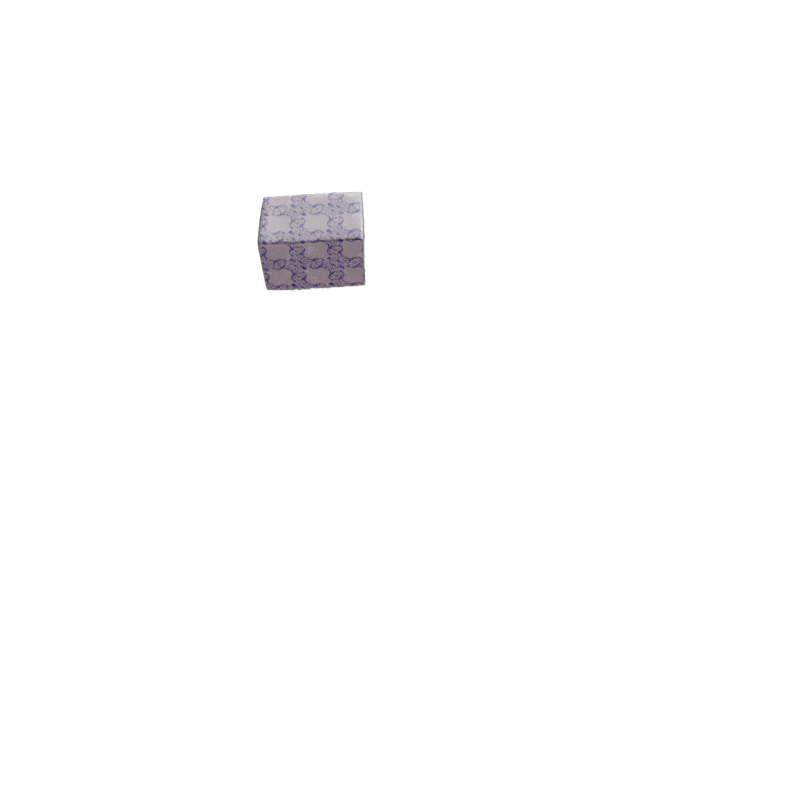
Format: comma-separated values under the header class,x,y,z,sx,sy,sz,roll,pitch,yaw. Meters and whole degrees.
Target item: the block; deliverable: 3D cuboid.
class,x,y,z,sx,sy,sz,roll,pitch,yaw
block,-0.065,-0.119,0.835,0.078,0.055,0.049,-3,-40,2
